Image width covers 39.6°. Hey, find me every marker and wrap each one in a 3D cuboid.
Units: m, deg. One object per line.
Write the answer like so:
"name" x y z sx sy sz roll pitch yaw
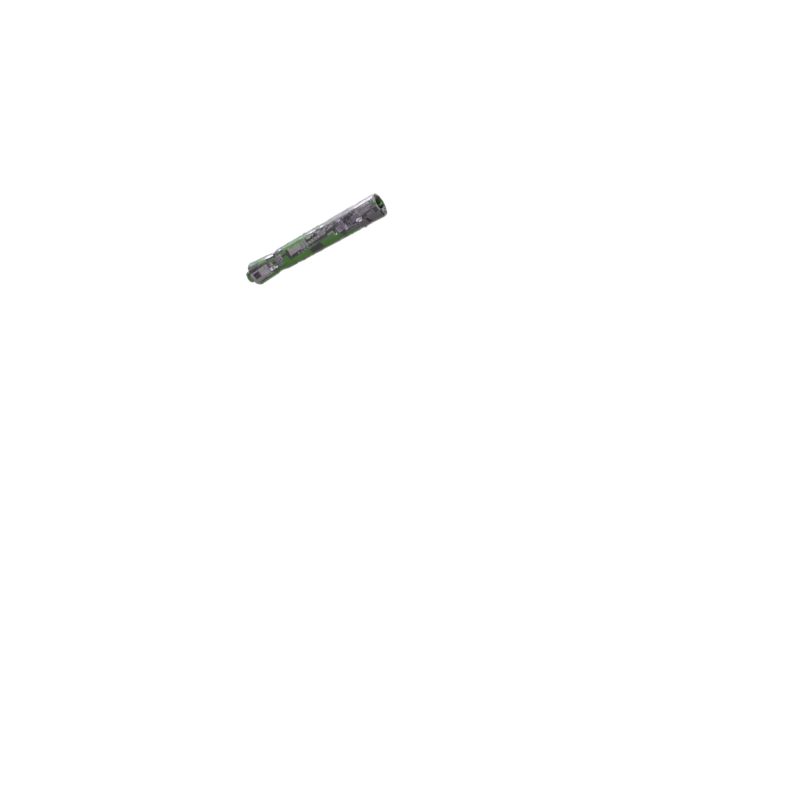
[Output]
"marker" -0.065 -0.118 0.828 0.121 0.020 0.019 -26 -6 22
